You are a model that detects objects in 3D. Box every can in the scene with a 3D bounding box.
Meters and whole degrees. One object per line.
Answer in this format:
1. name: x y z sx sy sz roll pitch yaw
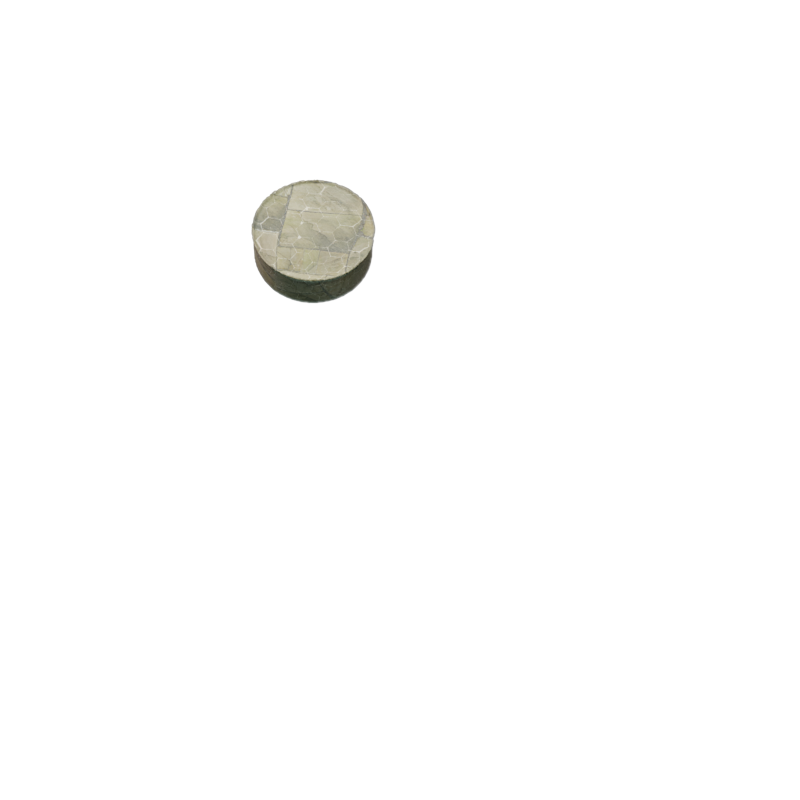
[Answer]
1. can: -0.061 -0.111 0.781 0.086 0.092 0.031 -1 -32 -1
